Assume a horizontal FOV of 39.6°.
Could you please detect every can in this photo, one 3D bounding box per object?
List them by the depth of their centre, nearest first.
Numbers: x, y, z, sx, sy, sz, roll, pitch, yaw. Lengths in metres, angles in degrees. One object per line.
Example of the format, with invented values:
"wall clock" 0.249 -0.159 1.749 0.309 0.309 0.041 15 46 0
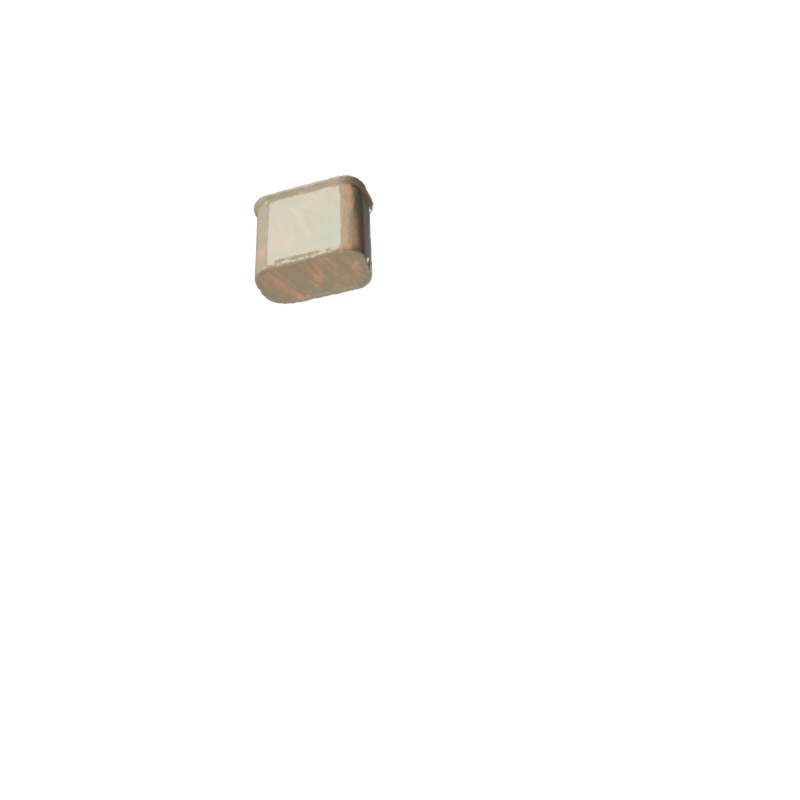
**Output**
"can" -0.074 -0.134 0.941 0.103 0.090 0.053 -13 -39 14
